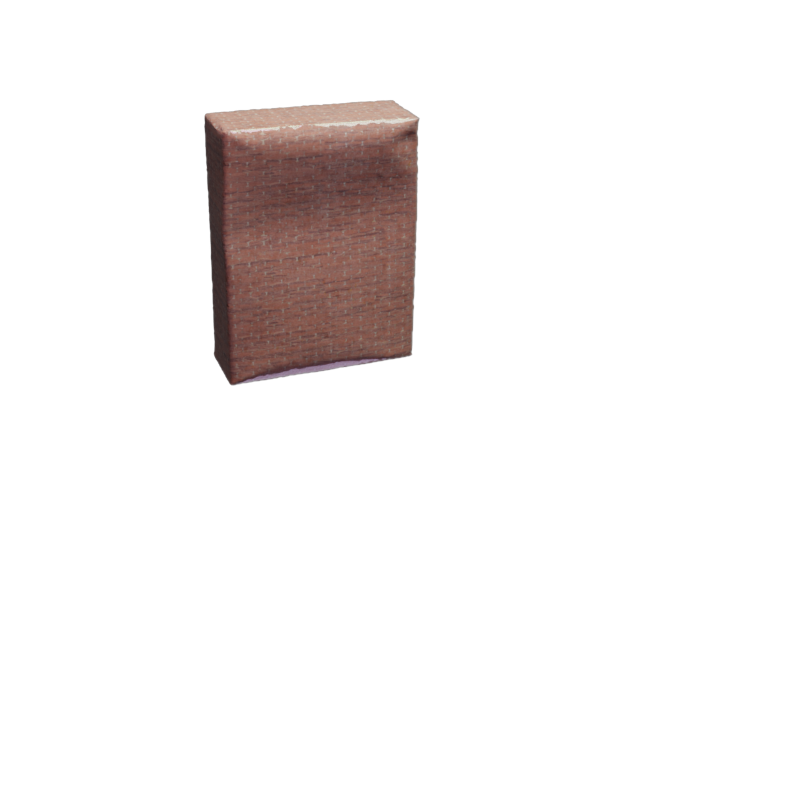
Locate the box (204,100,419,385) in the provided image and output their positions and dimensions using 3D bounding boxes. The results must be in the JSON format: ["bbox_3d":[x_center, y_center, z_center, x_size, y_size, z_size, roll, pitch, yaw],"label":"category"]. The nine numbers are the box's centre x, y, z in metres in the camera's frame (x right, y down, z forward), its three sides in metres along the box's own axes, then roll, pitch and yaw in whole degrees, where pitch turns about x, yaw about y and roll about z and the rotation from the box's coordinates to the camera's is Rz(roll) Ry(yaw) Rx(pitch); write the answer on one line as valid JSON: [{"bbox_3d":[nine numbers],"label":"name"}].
[{"bbox_3d":[-0.071,-0.130,0.908,0.161,0.204,0.077,-7,23,-18],"label":"box"}]
